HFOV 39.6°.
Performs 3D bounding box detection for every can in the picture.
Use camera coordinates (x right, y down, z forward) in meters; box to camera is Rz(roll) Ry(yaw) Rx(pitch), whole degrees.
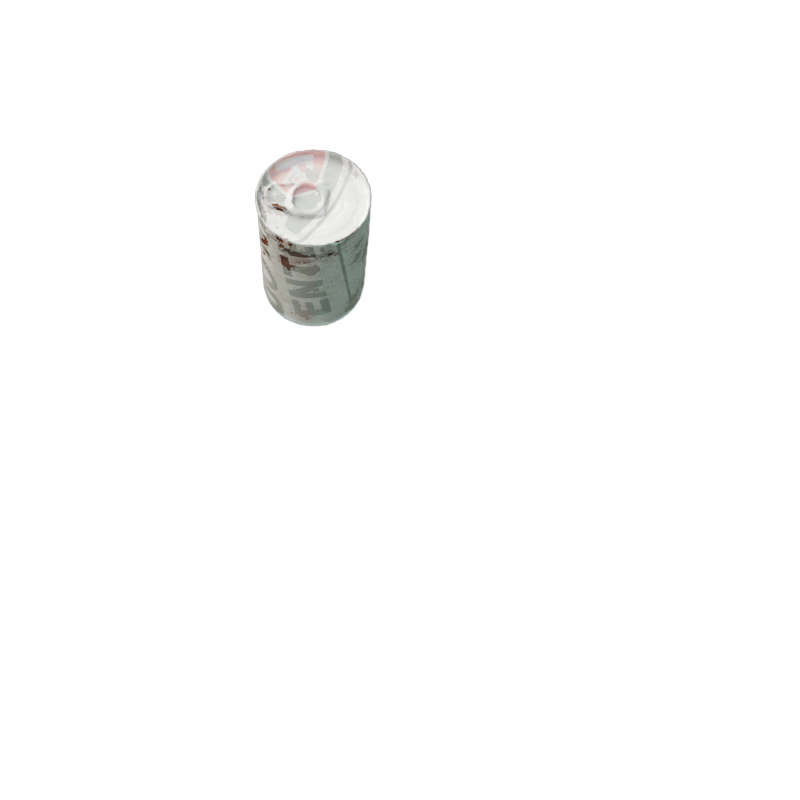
[{"bbox_3d":[-0.054,-0.098,0.684,0.068,0.073,0.096,0,-27,-3],"label":"can"}]
